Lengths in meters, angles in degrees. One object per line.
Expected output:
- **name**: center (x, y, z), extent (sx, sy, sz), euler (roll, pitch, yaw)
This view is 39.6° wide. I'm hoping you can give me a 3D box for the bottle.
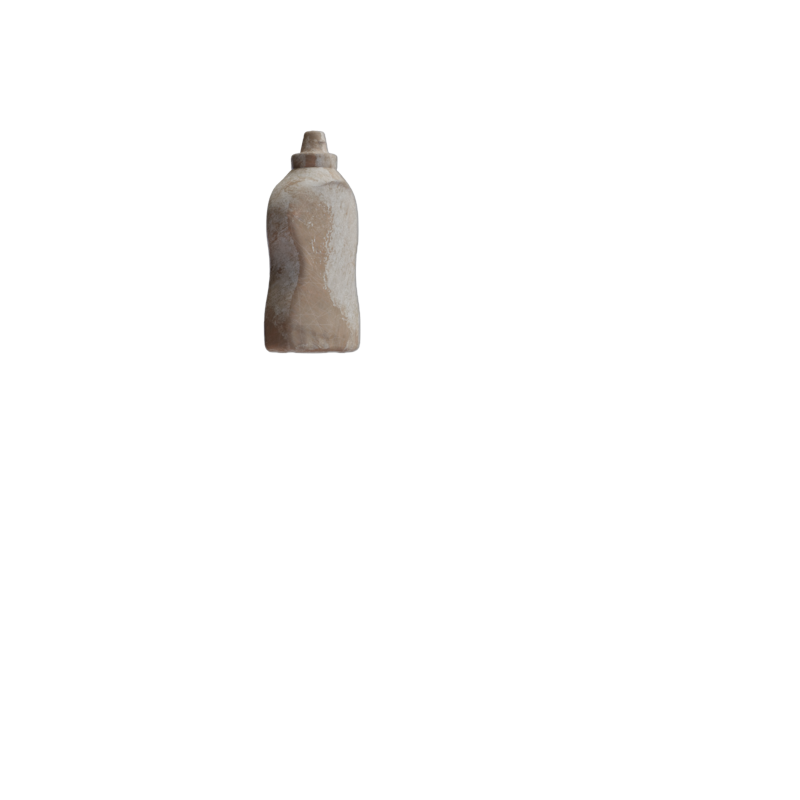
- **bottle**: center (-0.075, -0.137, 0.959), extent (0.060, 0.194, 0.092), euler (-4, -5, 41)
